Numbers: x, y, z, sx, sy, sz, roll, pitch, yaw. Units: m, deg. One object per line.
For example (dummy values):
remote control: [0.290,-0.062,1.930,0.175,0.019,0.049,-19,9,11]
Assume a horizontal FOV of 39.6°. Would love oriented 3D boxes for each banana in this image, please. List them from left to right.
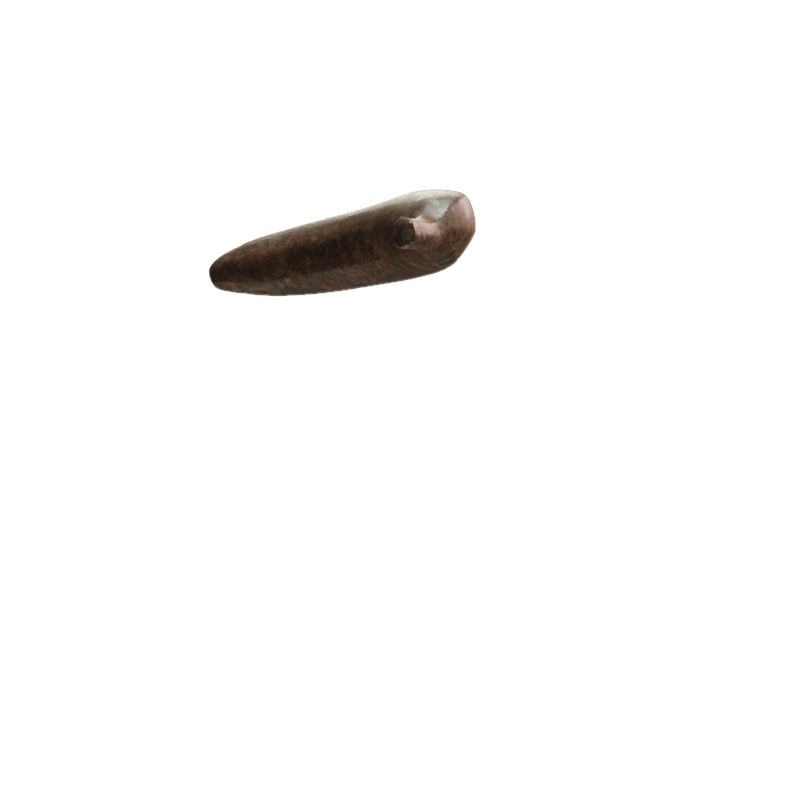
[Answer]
banana: [-0.022,-0.073,0.519,0.067,0.037,0.202,2,-2,-31]
